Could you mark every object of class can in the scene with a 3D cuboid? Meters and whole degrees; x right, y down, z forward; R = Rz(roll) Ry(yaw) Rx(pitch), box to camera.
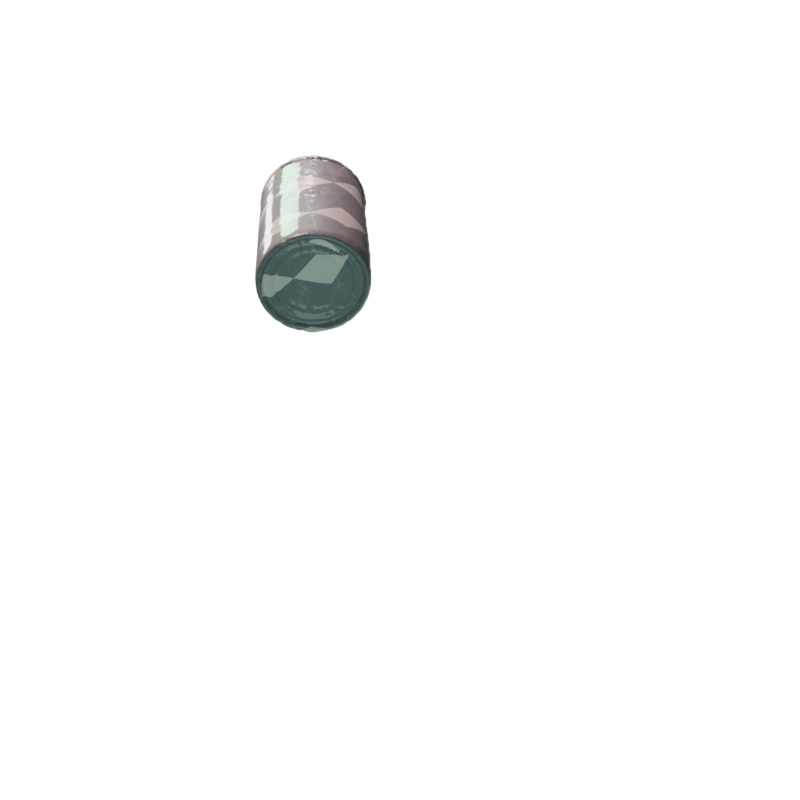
[{"bbox_3d":[-0.052,-0.096,0.670,0.068,0.064,0.109,-1,34,-3],"label":"can"}]
